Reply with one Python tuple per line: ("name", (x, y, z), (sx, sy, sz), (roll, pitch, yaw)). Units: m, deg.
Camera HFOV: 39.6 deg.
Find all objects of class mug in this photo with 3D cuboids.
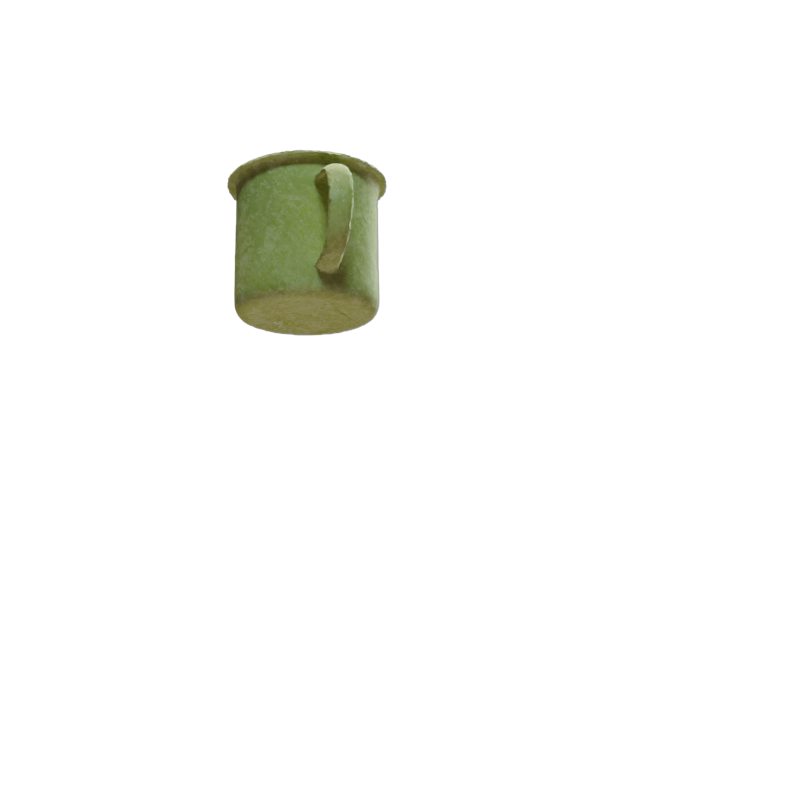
("mug", (-0.049, -0.089, 0.622), (0.091, 0.085, 0.115), (6, -18, -20))
